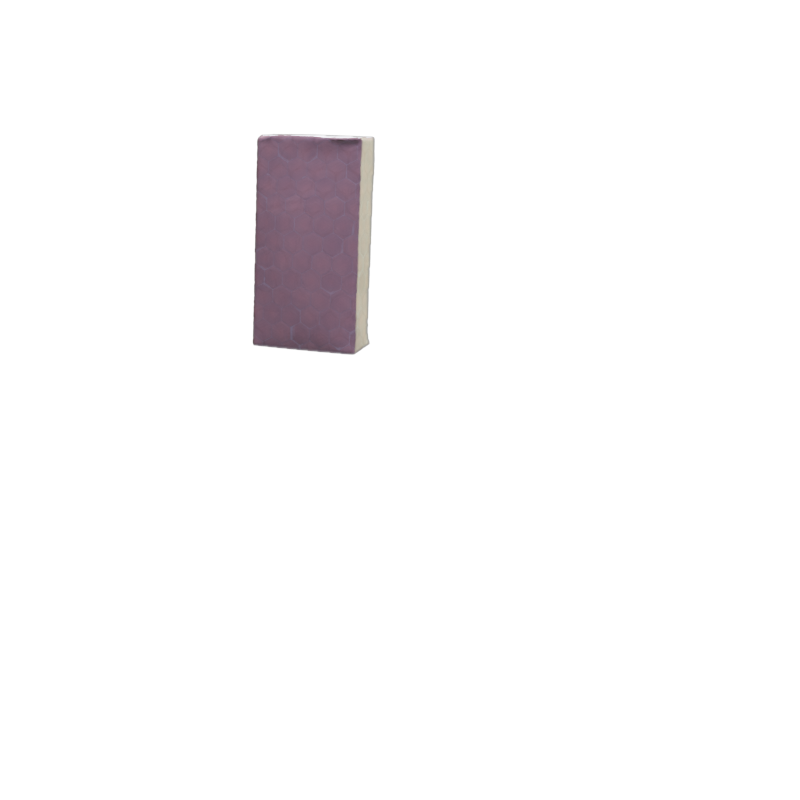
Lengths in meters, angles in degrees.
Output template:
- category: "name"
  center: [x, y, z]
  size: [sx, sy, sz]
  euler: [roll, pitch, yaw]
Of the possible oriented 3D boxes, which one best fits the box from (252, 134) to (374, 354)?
- category: "box"
  center: [-0.072, -0.131, 0.915]
  size: [0.096, 0.173, 0.048]
  euler: [4, 9, 19]
